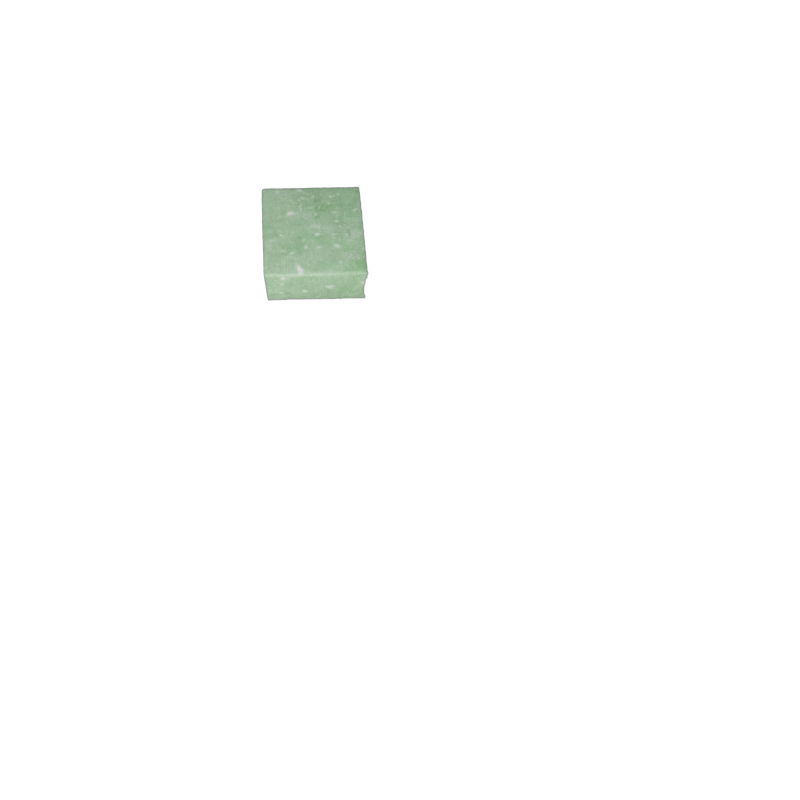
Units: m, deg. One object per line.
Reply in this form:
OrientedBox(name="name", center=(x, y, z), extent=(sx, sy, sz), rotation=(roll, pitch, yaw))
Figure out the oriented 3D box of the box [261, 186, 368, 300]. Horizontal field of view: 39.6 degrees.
OrientedBox(name="box", center=(-0.077, -0.141, 0.985), extent=(0.089, 0.122, 0.036), rotation=(-3, -39, -3))
